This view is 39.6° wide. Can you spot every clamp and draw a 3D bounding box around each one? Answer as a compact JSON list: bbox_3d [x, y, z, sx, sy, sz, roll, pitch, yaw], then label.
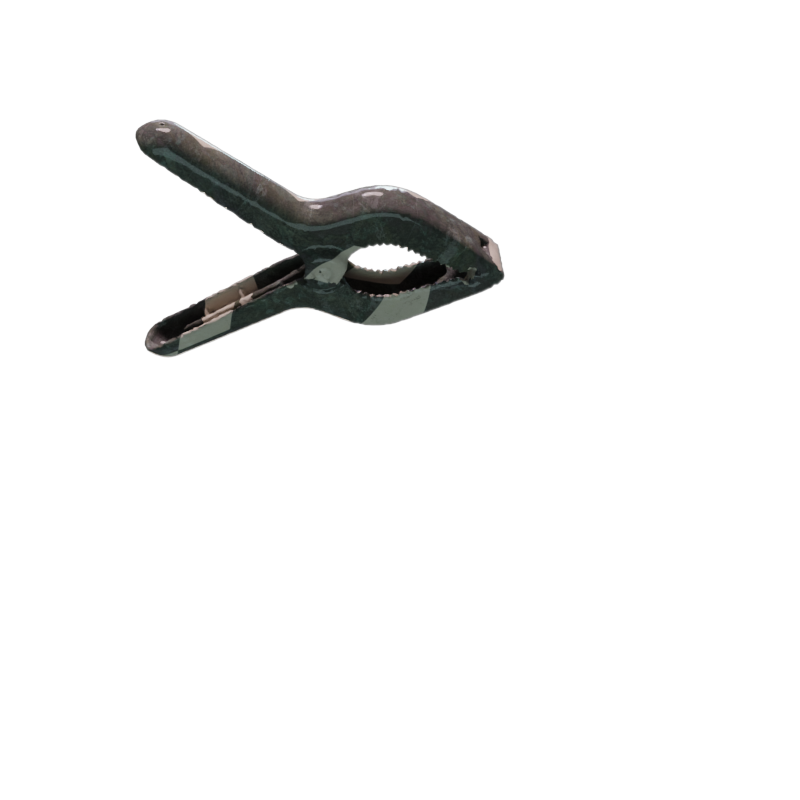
[{"bbox_3d":[-0.048,-0.088,0.613,0.210,0.039,0.153,-1,-44,1],"label":"clamp"}]
